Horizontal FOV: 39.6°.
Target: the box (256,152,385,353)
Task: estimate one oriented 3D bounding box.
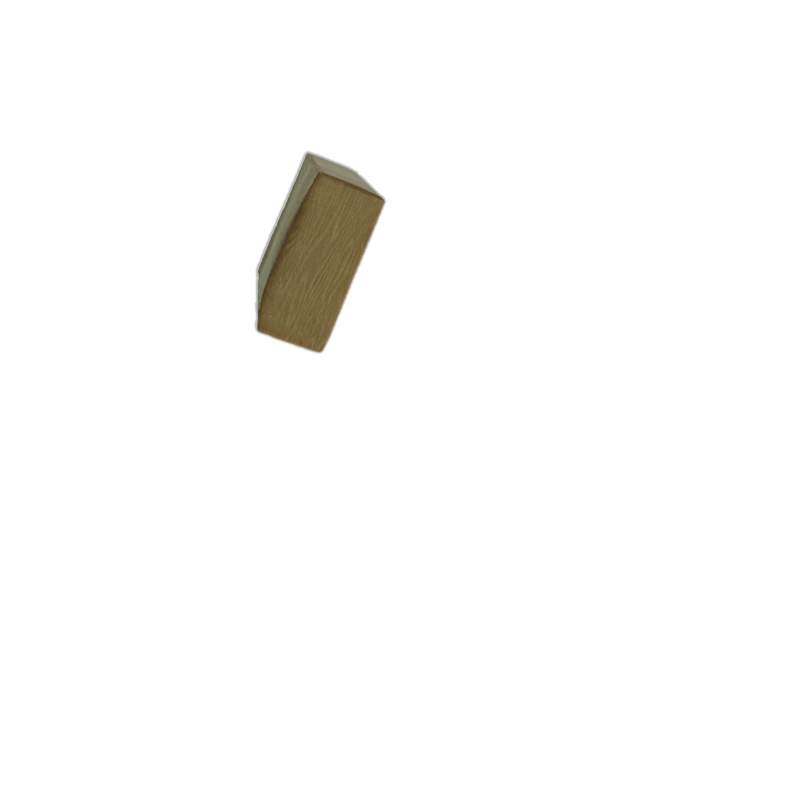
[{"bbox_3d":[-0.052,-0.096,0.671,0.047,0.092,0.182,22,12,-10],"label":"box"}]
